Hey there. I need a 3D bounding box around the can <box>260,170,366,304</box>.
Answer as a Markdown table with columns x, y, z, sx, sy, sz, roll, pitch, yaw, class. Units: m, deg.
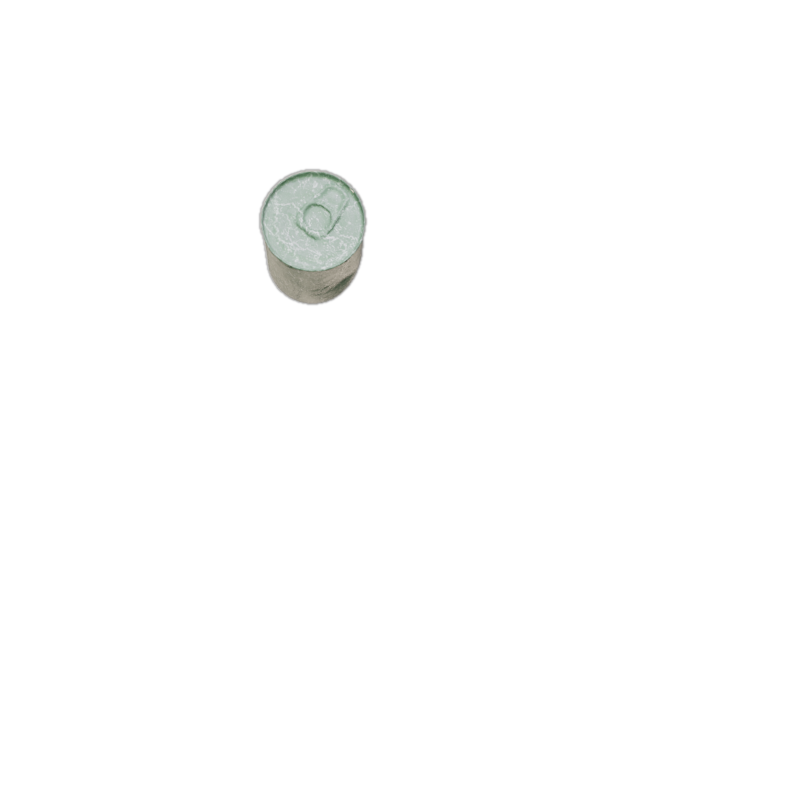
| x | y | z | sx | sy | sz | roll | pitch | yaw | class |
| --- | --- | --- | --- | --- | --- | --- | --- | --- | --- |
| -0.059 | -0.108 | 0.758 | 0.068 | 0.071 | 0.099 | 0 | -11 | -3 | can |
